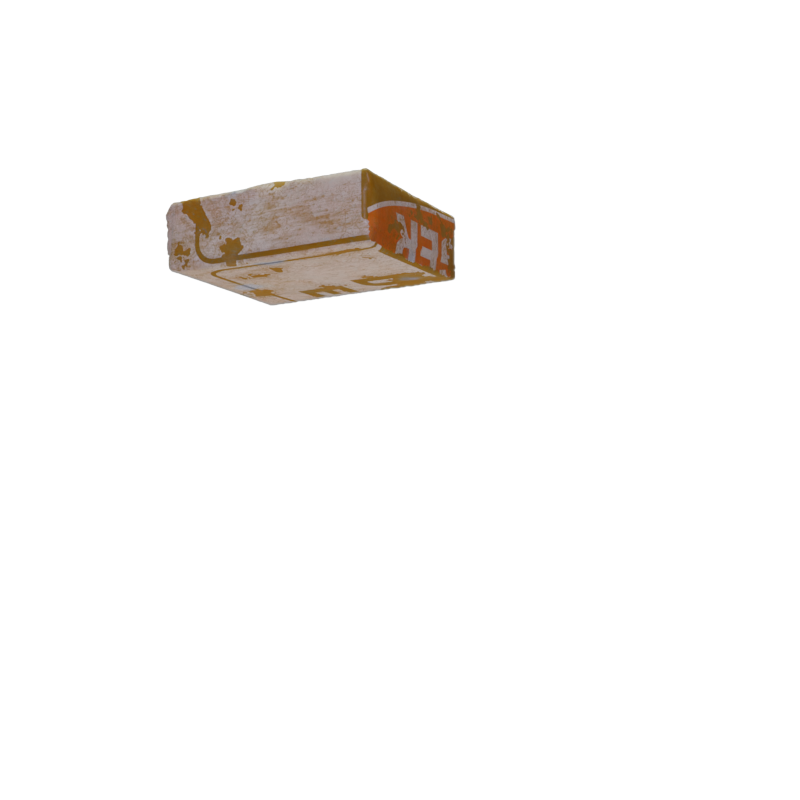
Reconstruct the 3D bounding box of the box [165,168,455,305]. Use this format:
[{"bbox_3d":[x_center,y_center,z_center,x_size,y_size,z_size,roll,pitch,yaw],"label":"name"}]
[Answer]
[{"bbox_3d":[-0.034,-0.061,0.427,0.092,0.031,0.069,-4,-9,29],"label":"box"}]
